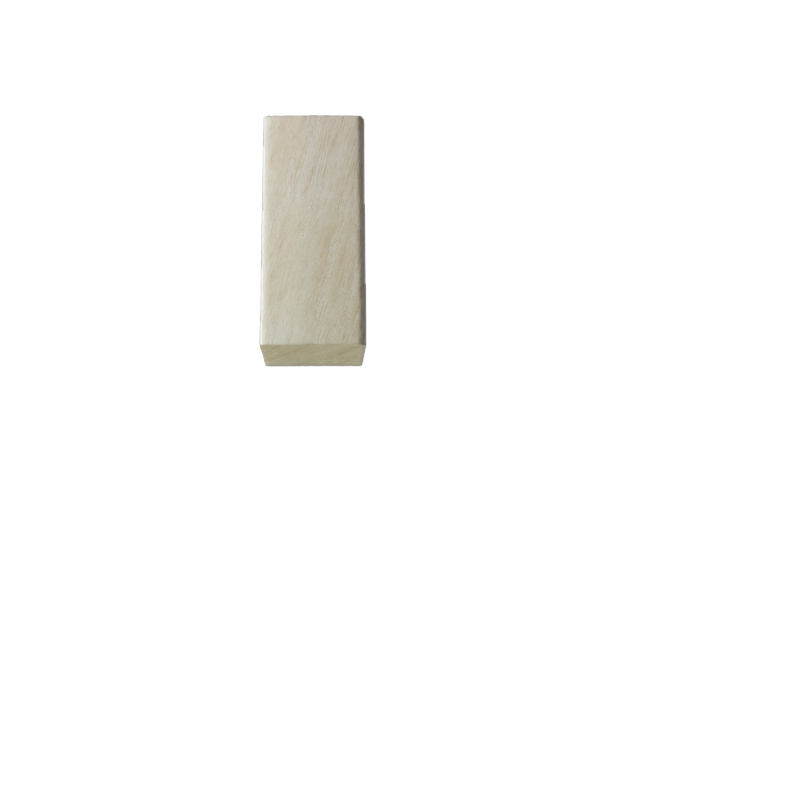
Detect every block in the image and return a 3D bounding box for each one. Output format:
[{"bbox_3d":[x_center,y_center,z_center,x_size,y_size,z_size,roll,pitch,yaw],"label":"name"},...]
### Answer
[{"bbox_3d":[-0.076,-0.140,0.983,0.090,0.215,0.087,-1,-16,-2],"label":"block"}]
